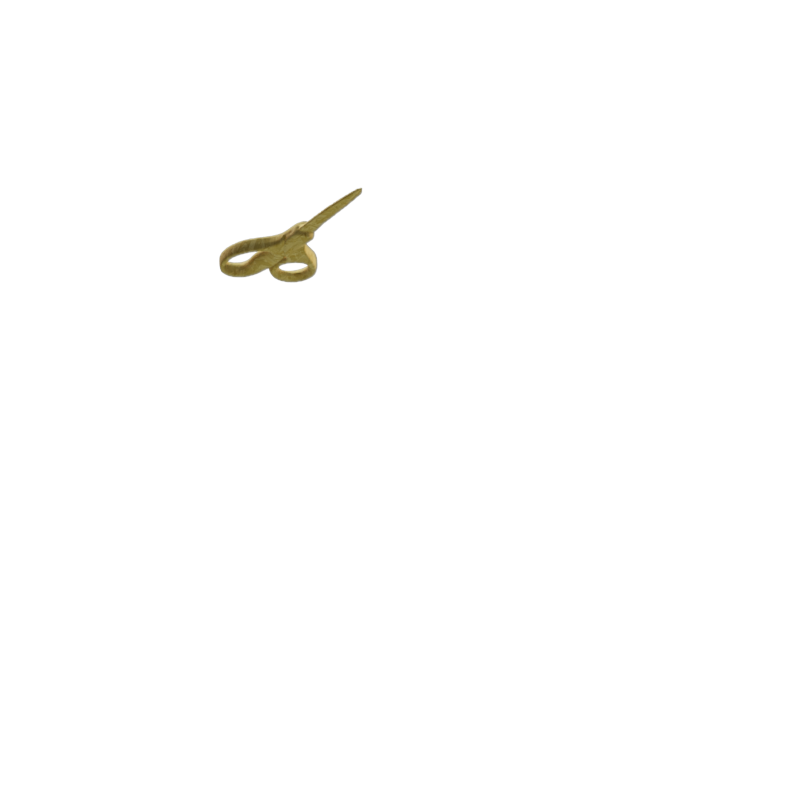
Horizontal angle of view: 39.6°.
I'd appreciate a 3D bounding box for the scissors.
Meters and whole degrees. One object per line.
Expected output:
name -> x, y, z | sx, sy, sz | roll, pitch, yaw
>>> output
scissors -> -0.075, -0.136, 0.955 | 0.205, 0.016, 0.091 | -14, -21, 41
